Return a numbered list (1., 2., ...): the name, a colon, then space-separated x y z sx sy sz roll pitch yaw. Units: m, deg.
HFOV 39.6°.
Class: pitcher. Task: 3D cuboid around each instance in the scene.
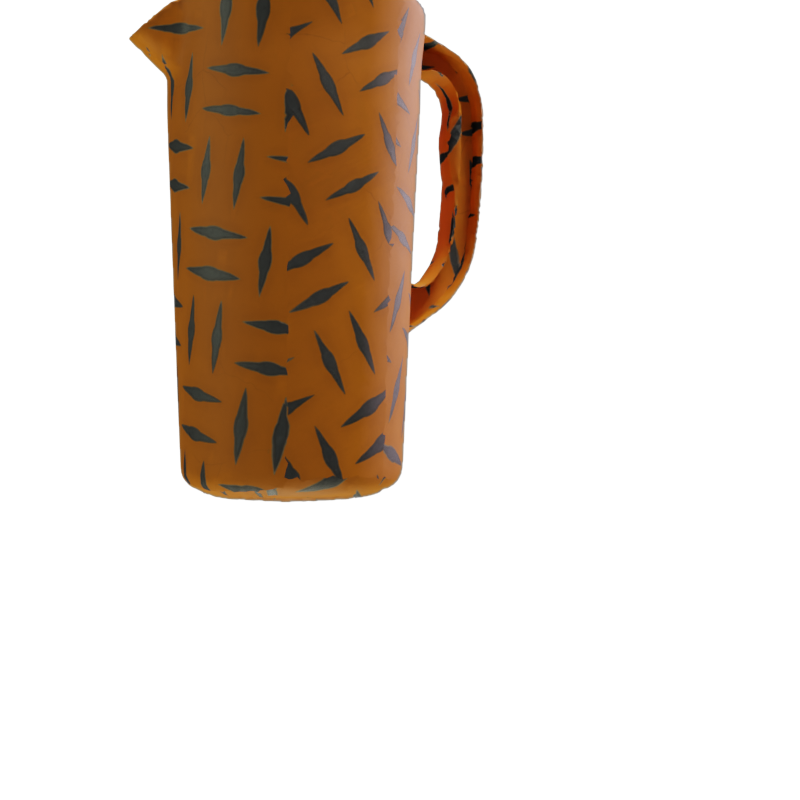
1. pitcher: -0.043 -0.079 0.554 0.153 0.246 0.140 -1 -4 18
